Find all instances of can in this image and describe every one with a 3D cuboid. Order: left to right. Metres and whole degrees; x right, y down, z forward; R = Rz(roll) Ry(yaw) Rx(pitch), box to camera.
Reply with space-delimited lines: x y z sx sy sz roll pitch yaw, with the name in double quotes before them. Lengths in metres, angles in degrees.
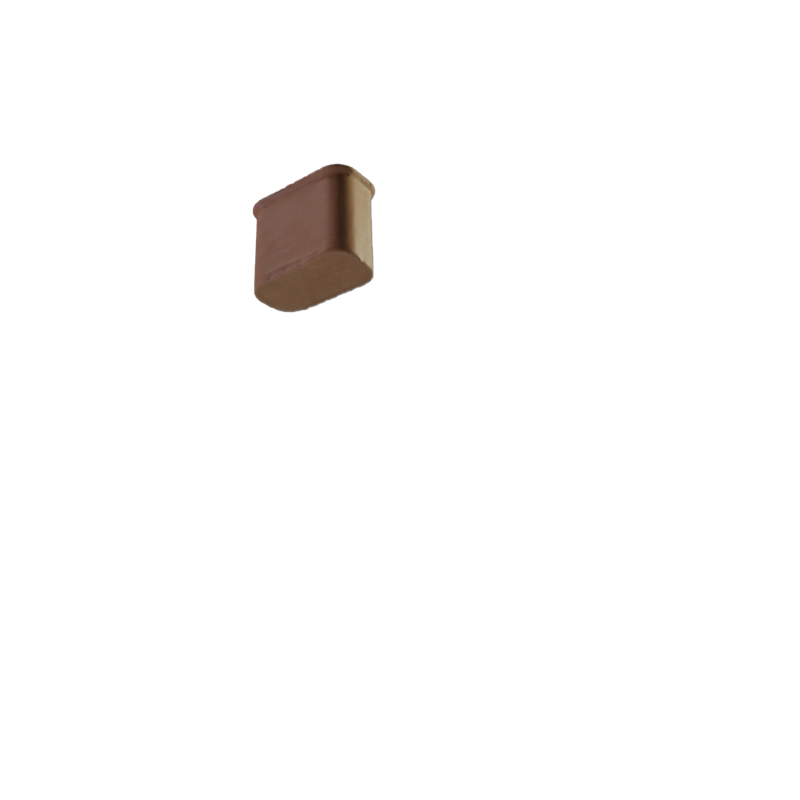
"can" -0.069 -0.125 0.876 0.102 0.089 0.053 -22 -37 30
